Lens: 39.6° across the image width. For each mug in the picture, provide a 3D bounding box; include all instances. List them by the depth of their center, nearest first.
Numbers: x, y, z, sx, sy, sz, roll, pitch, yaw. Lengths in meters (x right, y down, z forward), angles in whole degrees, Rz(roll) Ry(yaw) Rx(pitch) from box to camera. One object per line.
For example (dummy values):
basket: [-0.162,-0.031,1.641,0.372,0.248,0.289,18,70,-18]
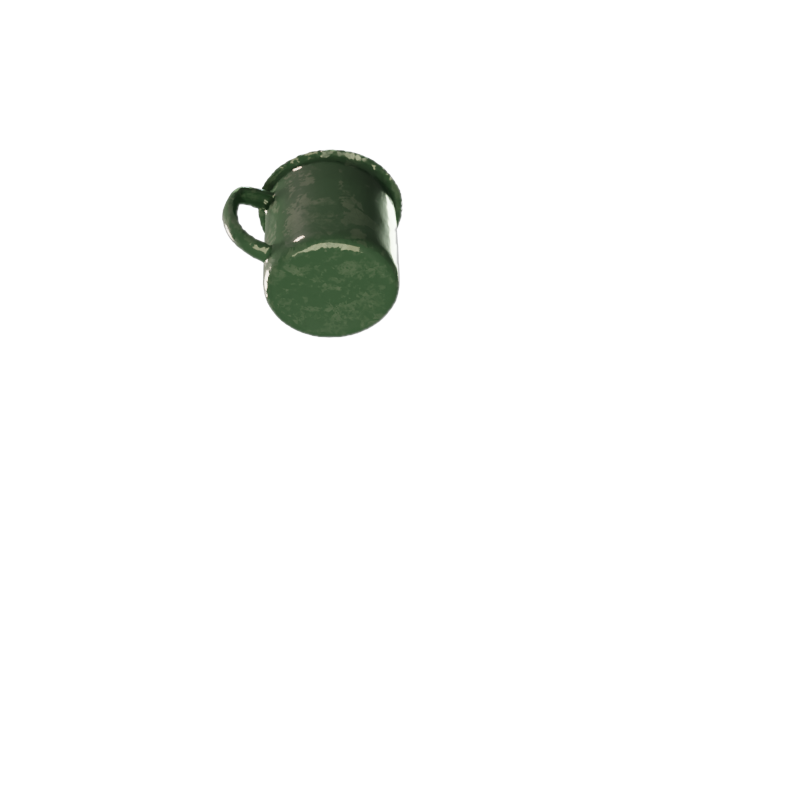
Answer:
mug: [-0.053,-0.097,0.679,0.113,0.087,0.090,20,-50,-19]
